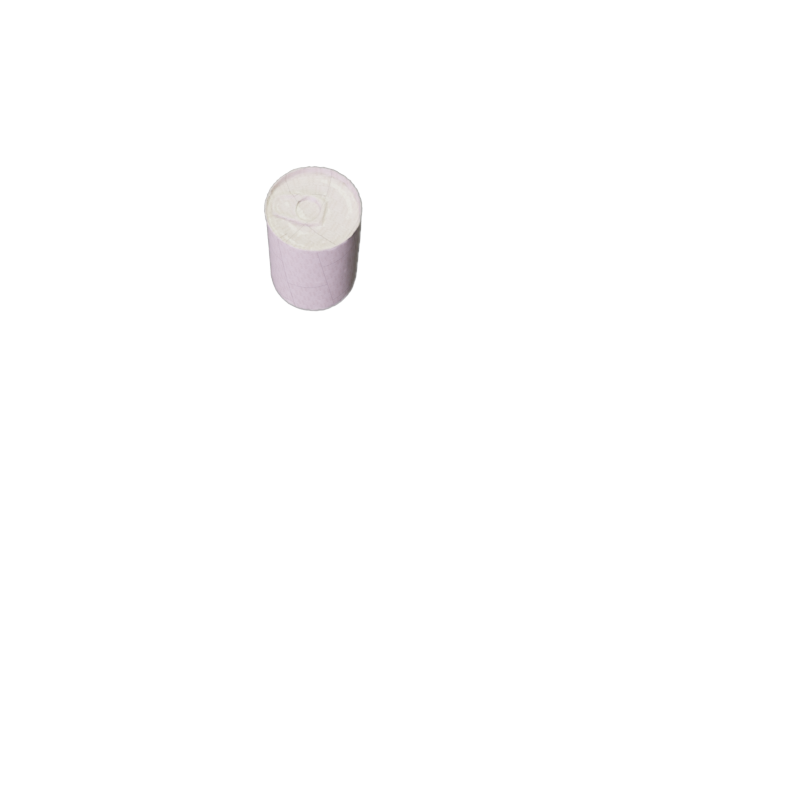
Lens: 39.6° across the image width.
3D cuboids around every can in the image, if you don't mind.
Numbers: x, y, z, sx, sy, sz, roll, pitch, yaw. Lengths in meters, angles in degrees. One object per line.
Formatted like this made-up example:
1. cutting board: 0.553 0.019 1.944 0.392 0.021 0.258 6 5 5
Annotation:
1. can: -0.063 -0.115 0.808 0.068 0.072 0.097 0 -23 -3
